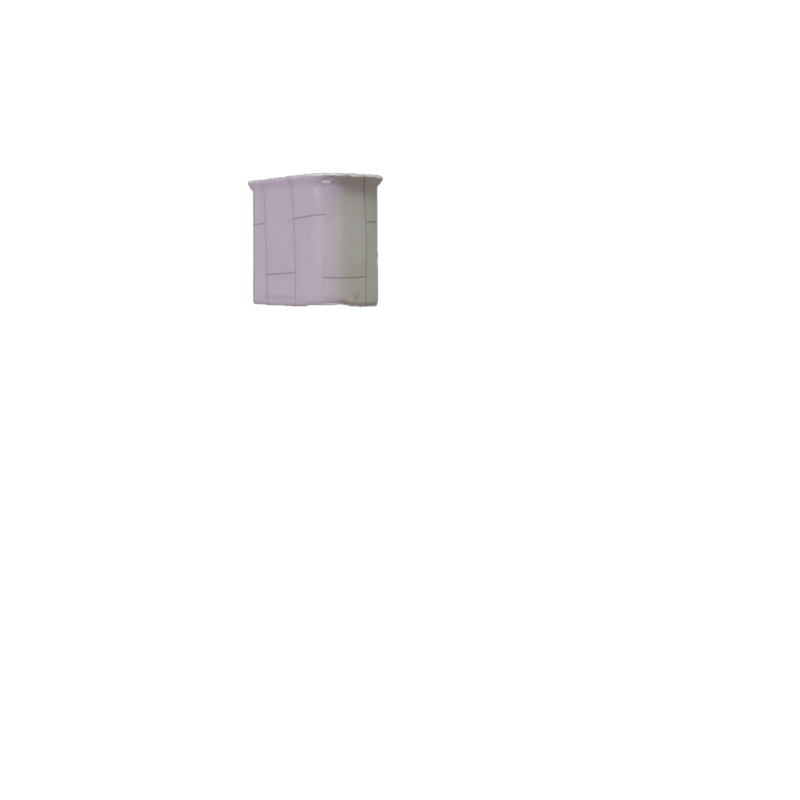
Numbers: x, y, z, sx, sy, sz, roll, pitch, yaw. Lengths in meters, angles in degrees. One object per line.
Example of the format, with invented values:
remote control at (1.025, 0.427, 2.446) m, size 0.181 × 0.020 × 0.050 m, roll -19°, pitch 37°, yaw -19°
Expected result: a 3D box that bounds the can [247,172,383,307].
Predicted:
can at (-0.057, -0.104, 0.731) m, size 0.055 × 0.084 × 0.106 m, roll -1°, pitch 3°, yaw -36°
